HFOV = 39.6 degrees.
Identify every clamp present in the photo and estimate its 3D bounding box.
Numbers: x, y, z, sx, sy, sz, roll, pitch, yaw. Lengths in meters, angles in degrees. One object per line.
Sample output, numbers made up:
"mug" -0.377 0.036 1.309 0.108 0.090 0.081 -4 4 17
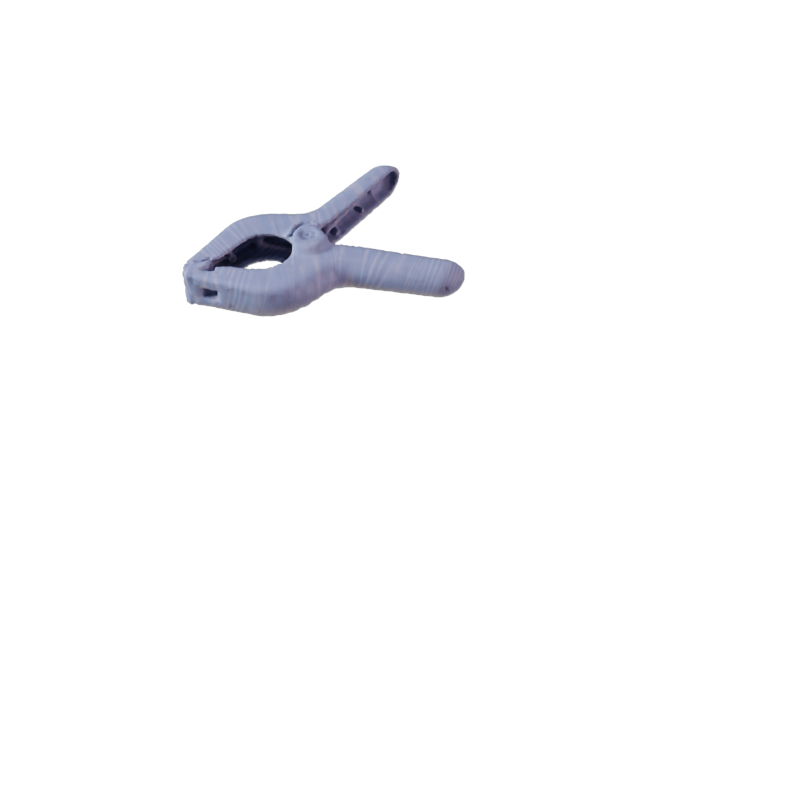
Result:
"clamp" -0.056 -0.102 0.711 0.170 0.037 0.130 -8 41 -9
